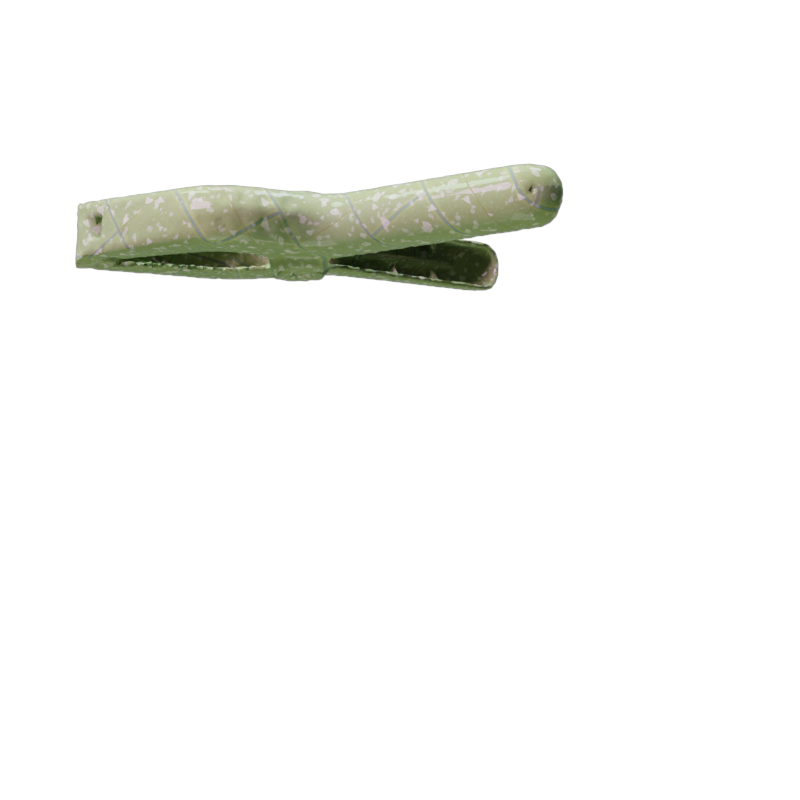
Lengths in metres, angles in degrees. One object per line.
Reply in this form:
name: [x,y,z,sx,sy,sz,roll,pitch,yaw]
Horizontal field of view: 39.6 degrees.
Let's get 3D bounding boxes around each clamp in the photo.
clamp: [-0.040,-0.072,0.507,0.212,0.037,0.159,-1,-6,5]
